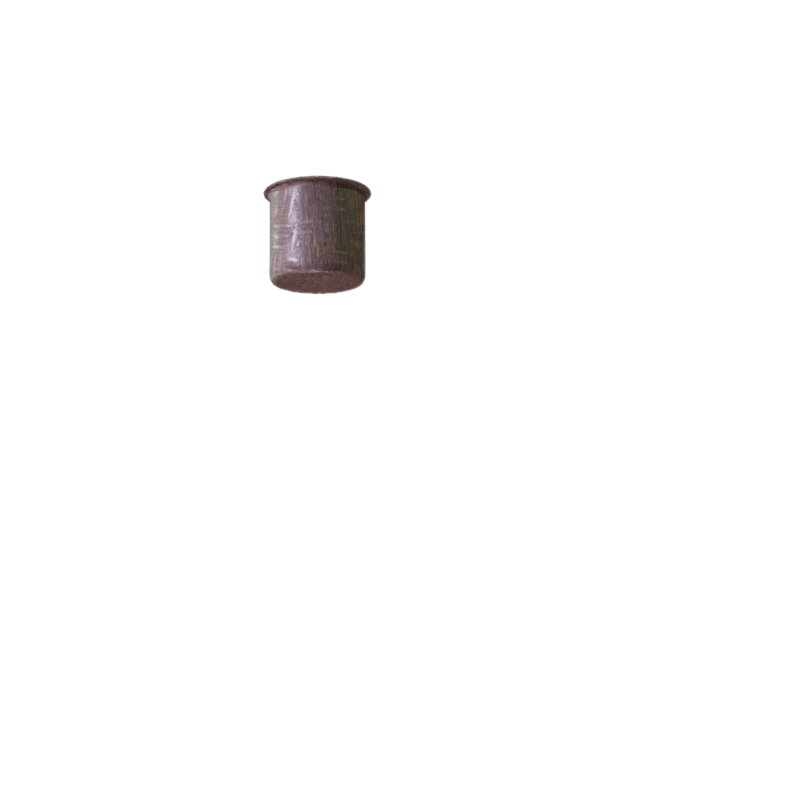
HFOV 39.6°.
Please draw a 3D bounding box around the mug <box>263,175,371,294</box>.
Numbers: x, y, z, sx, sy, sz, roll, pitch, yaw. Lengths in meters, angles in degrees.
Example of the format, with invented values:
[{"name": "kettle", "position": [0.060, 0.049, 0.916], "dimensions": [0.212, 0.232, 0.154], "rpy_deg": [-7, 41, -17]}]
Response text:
[{"name": "mug", "position": [-0.075, -0.136, 0.956], "dimensions": [0.091, 0.084, 0.117], "rpy_deg": [4, -11, -20]}]
